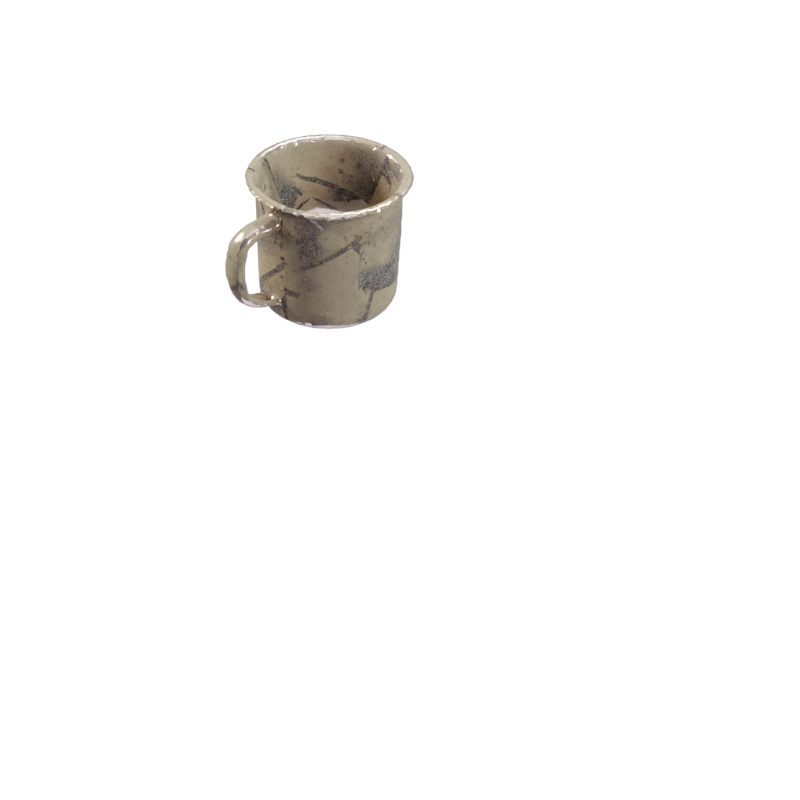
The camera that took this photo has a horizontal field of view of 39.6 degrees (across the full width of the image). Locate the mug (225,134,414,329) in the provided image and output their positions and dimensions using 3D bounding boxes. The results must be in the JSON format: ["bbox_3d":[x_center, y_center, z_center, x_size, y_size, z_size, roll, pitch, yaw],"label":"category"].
[{"bbox_3d":[-0.049,-0.090,0.628,0.099,0.076,0.117,31,47,33],"label":"mug"}]
